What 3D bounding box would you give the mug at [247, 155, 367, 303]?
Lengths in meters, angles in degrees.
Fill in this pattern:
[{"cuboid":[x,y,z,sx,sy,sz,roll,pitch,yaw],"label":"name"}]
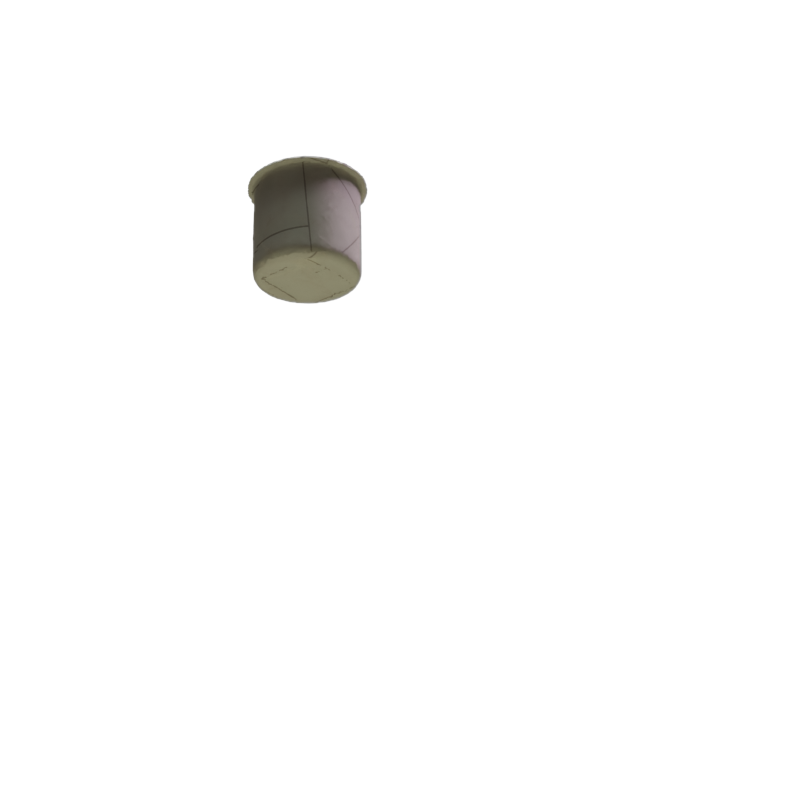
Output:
[{"cuboid":[-0.067,-0.121,0.851,0.094,0.087,0.109,-10,-28,17],"label":"mug"}]
